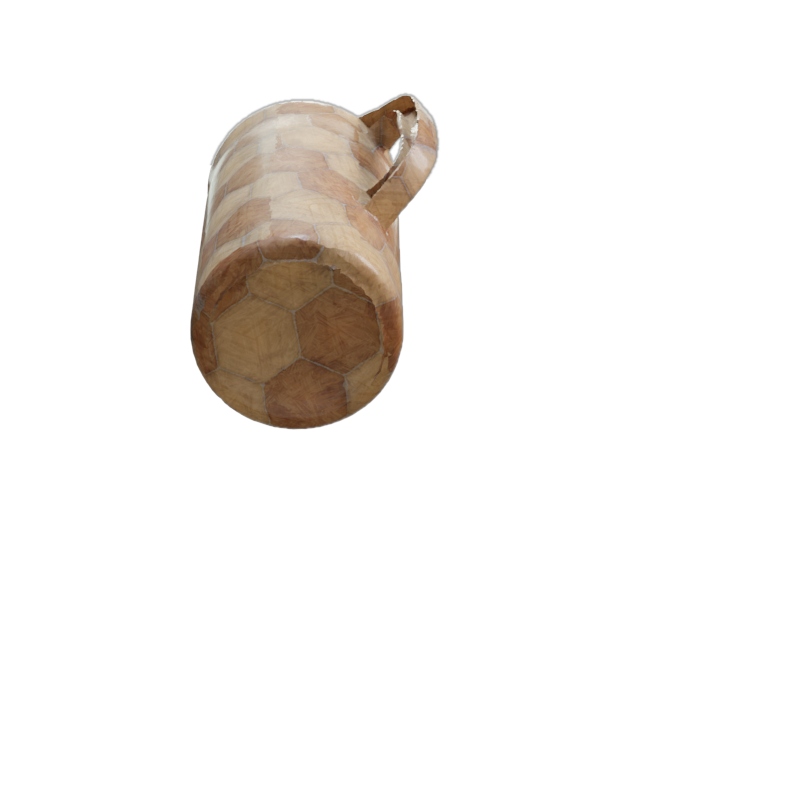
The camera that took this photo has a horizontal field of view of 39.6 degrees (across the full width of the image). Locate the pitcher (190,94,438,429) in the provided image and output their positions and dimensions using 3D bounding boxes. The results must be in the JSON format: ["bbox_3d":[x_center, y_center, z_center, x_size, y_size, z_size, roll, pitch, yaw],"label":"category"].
[{"bbox_3d":[-0.051,-0.094,0.657,0.144,0.142,0.256,3,26,-5],"label":"pitcher"}]
